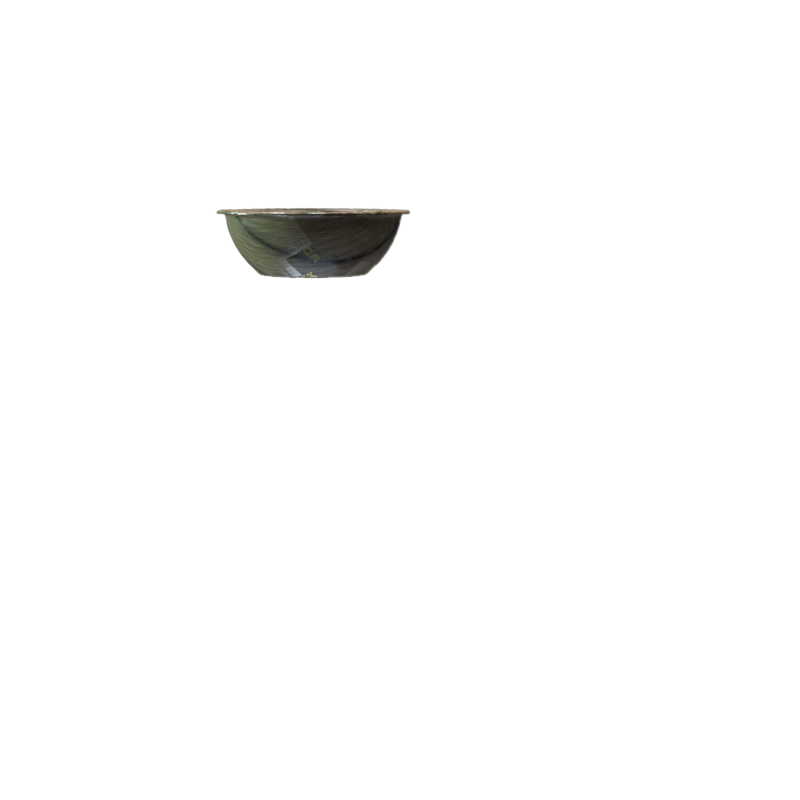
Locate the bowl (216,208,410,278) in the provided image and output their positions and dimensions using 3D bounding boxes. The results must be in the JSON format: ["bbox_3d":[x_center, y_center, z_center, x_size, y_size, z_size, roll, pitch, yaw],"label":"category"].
[{"bbox_3d":[-0.073,-0.132,0.927,0.162,0.054,0.165,0,9,-2],"label":"bowl"}]
